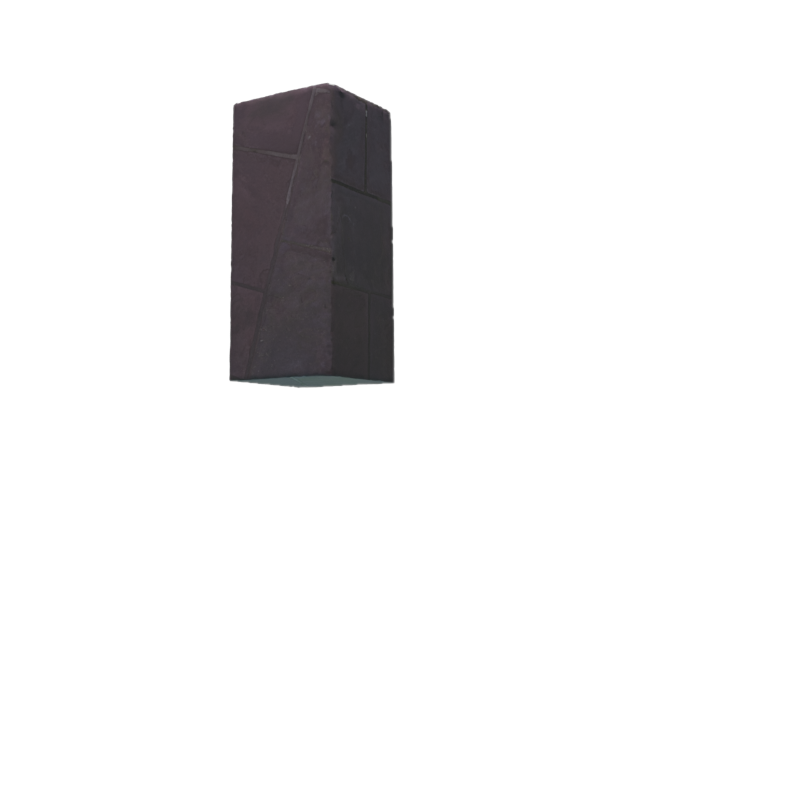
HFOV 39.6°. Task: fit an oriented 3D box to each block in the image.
[{"bbox_3d":[-0.064,-0.117,0.816,0.093,0.212,0.086,-7,-12,32],"label":"block"}]
